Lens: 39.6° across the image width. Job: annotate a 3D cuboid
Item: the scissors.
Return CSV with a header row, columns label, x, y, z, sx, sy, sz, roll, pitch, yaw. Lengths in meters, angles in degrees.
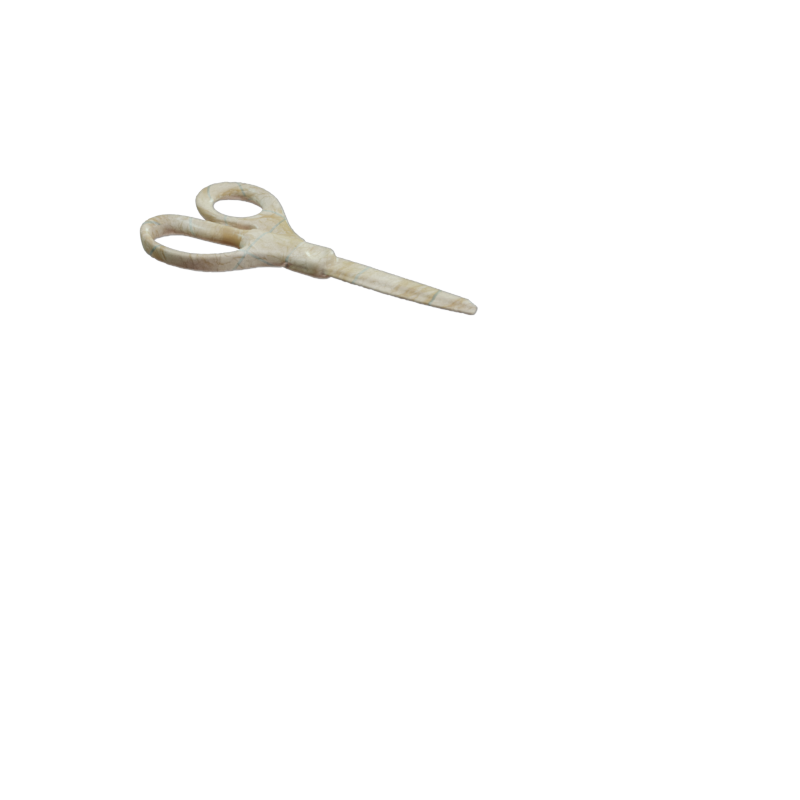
label,x,y,z,sx,sy,sz,roll,pitch,yaw
scissors,-0.051,-0.093,0.648,0.205,0.015,0.101,8,39,10
